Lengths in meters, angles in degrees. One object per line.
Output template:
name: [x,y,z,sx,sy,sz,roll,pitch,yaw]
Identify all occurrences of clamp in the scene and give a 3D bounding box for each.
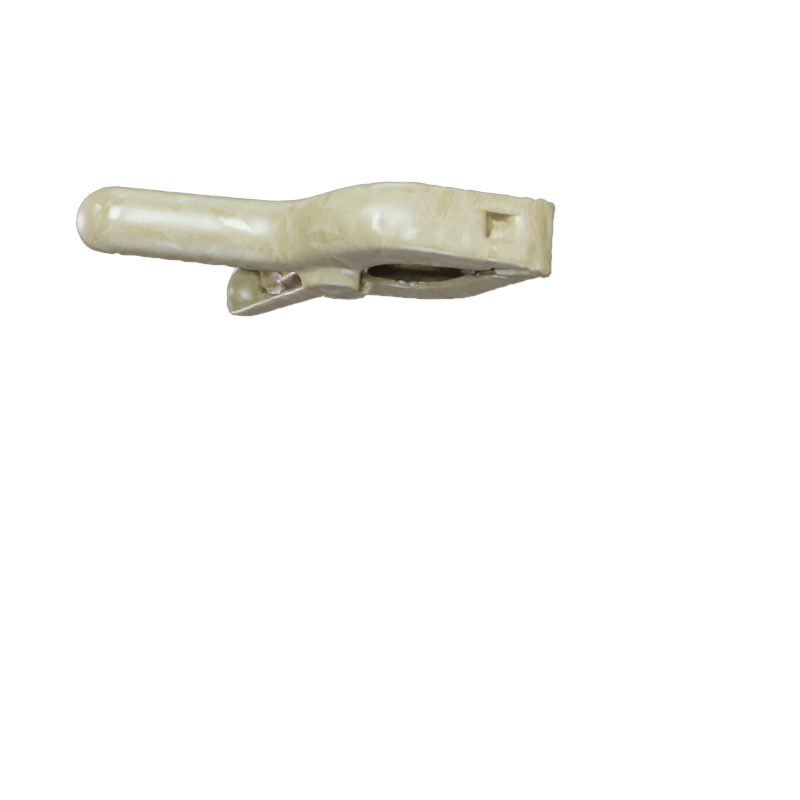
clamp: [-0.032,-0.059,0.415,0.176,0.040,0.114,-4,-7,34]
